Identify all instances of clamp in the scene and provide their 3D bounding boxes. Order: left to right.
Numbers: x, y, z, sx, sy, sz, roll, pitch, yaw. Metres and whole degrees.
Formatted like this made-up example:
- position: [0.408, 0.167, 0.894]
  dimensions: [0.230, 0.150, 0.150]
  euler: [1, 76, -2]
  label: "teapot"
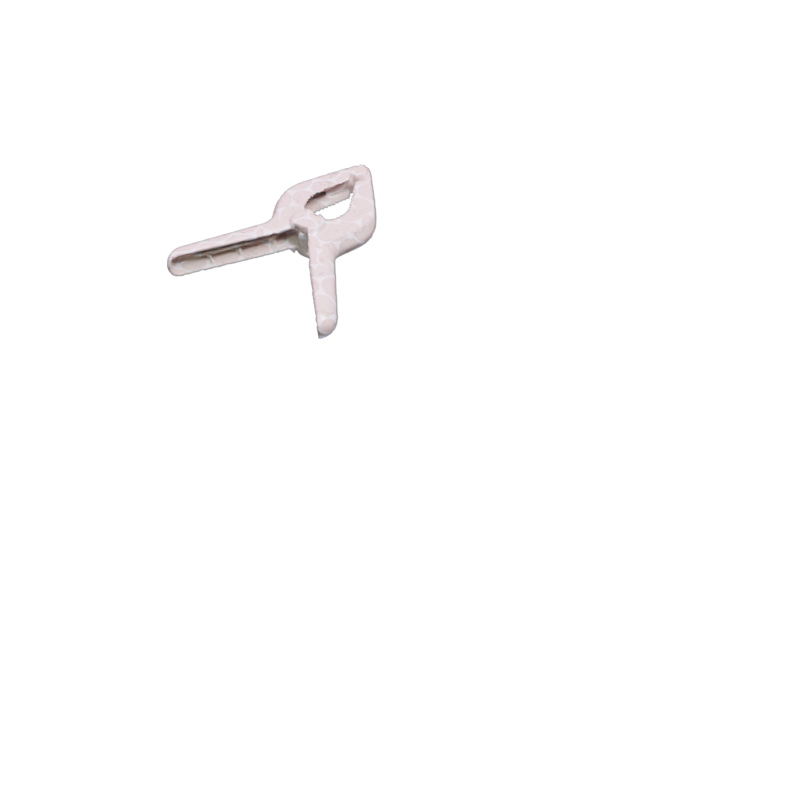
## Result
- position: [-0.076, -0.138, 0.970]
  dimensions: [0.174, 0.034, 0.213]
  euler: [28, 51, 26]
  label: "clamp"
